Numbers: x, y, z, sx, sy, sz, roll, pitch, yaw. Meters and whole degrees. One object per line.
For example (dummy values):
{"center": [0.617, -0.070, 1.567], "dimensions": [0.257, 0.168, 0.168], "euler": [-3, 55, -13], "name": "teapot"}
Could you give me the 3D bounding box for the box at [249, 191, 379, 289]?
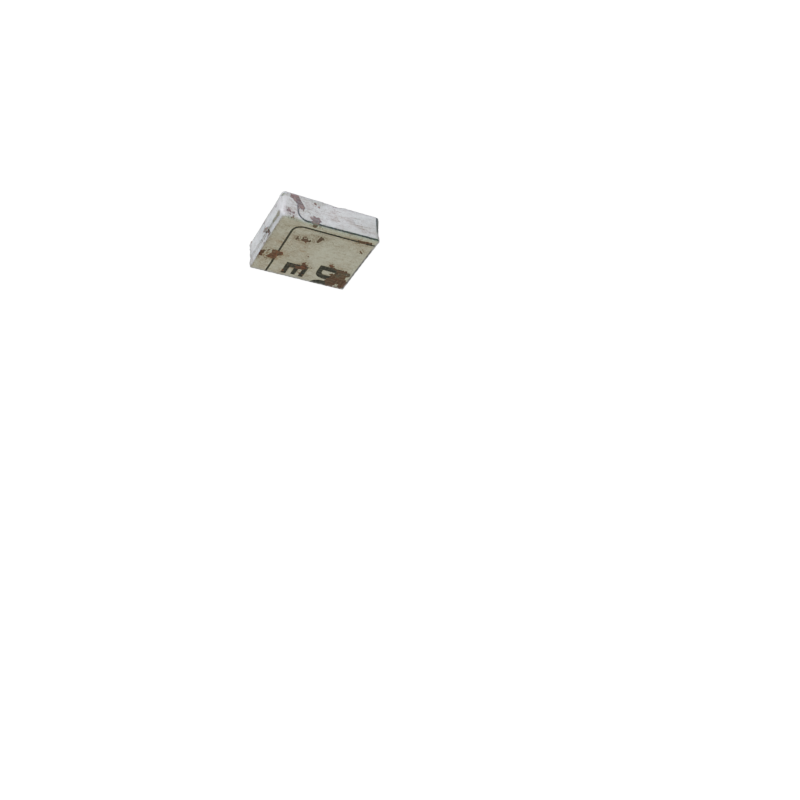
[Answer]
{"center": [-0.072, -0.132, 0.923], "dimensions": [0.086, 0.032, 0.071], "euler": [14, -37, -20], "name": "box"}
